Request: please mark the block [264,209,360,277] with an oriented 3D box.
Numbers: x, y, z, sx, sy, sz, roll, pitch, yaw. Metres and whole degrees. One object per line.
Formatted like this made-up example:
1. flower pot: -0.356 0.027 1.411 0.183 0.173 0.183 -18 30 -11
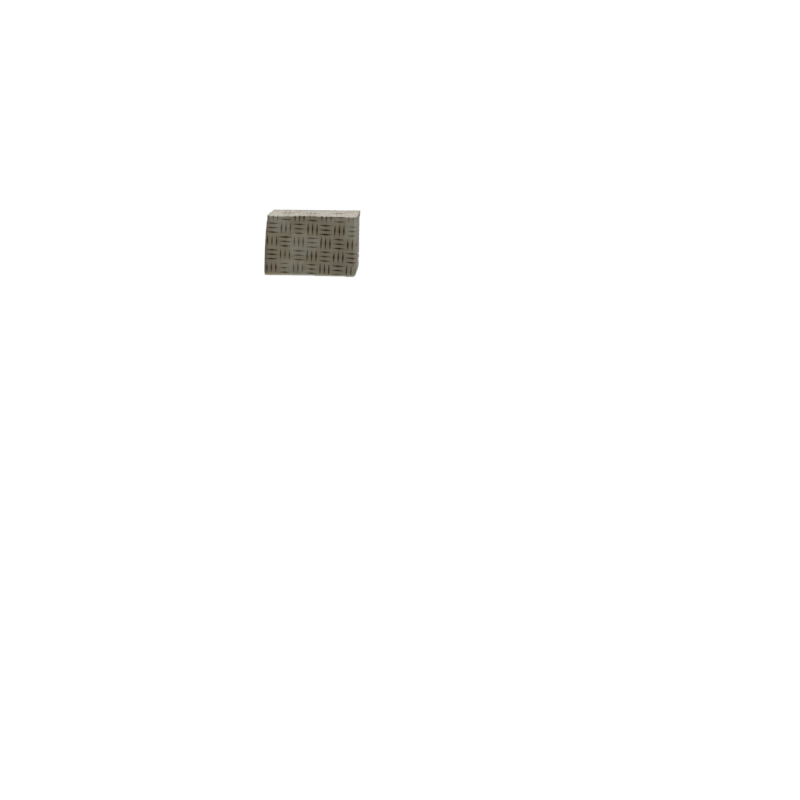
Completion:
1. block: -0.074 -0.135 0.946 0.078 0.050 0.054 1 13 4
